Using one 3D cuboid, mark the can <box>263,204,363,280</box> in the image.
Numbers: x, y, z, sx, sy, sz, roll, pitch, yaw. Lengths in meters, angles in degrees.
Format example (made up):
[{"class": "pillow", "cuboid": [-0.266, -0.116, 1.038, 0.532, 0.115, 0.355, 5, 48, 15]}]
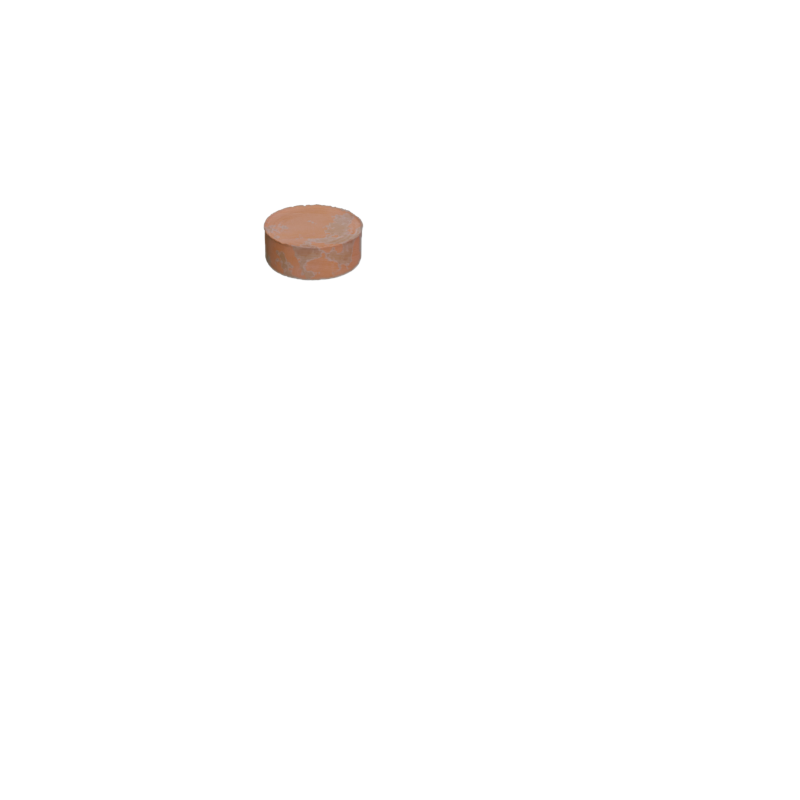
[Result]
[{"class": "can", "cuboid": [-0.075, -0.138, 0.963, 0.086, 0.032, 0.091, -1, 32, -2]}]
